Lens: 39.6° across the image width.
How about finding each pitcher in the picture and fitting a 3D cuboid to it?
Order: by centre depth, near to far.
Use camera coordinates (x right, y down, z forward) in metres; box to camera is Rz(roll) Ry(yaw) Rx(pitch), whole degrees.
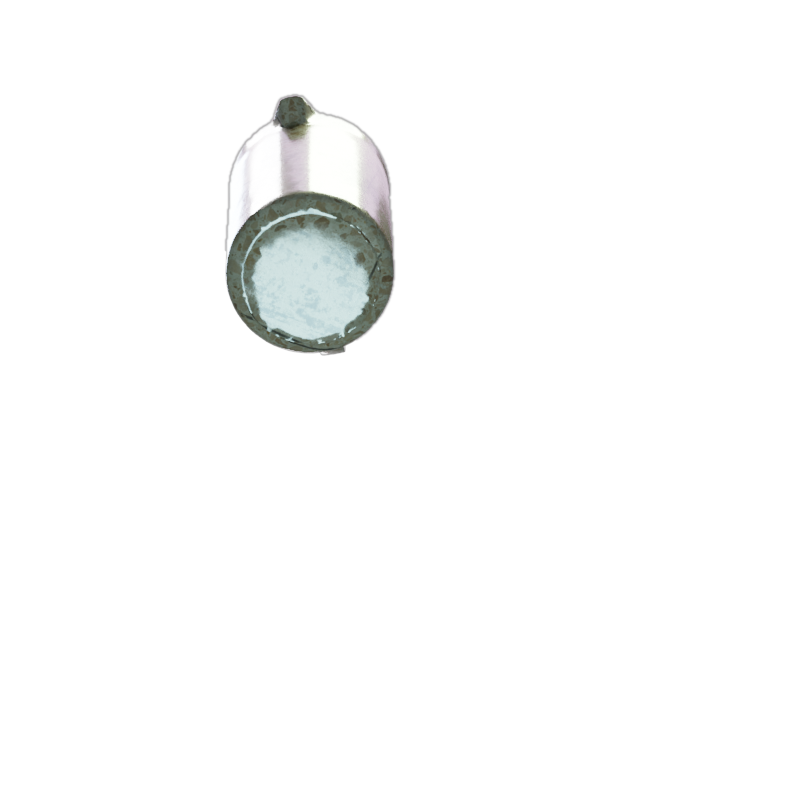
[{"bbox_3d":[-0.064,-0.116,0.814,0.145,0.143,0.255,34,16,-15],"label":"pitcher"}]
